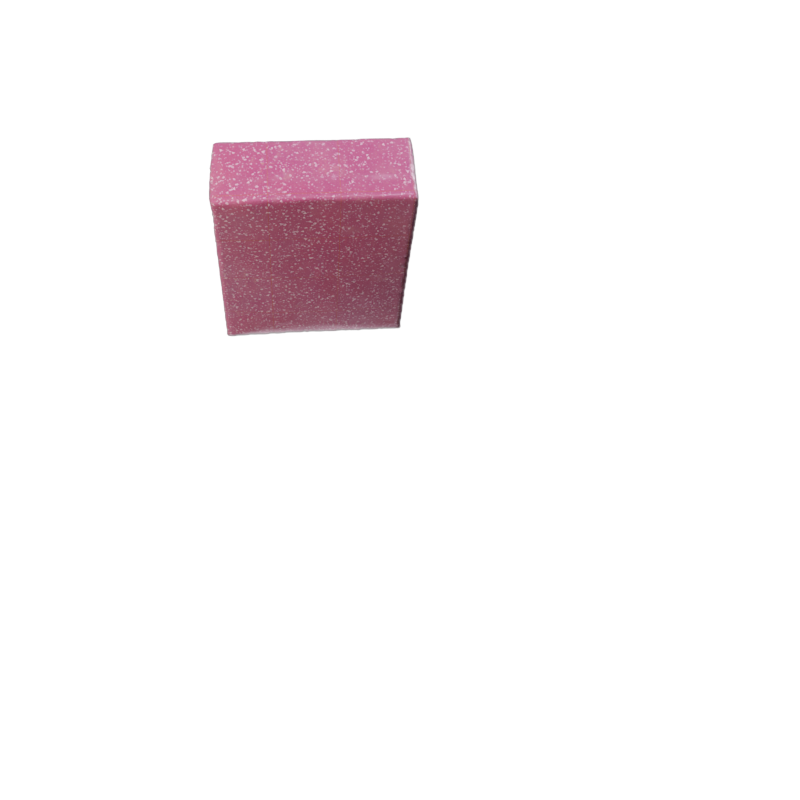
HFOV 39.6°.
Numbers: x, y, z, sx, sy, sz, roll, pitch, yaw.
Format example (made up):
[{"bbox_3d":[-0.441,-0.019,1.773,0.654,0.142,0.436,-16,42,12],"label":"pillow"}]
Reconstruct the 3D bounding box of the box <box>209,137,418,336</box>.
[{"bbox_3d":[-0.075,-0.137,0.959,0.163,0.077,0.201,-2,-28,-4],"label":"box"}]
